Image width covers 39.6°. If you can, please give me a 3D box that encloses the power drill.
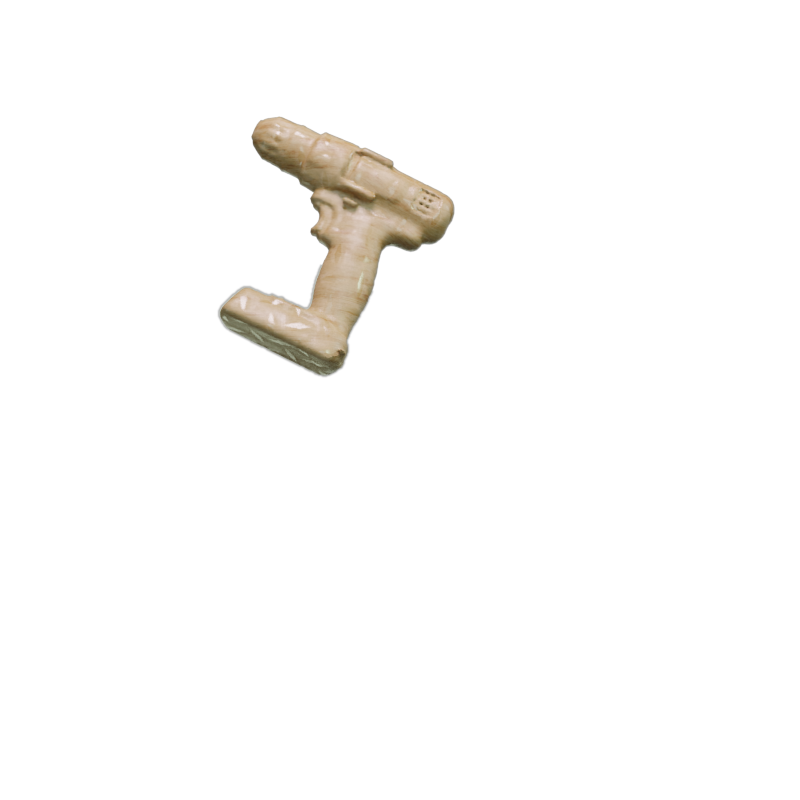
[{"bbox_3d":[-0.071,-0.130,0.909,0.188,0.193,0.055,26,-18,9],"label":"power drill"}]
